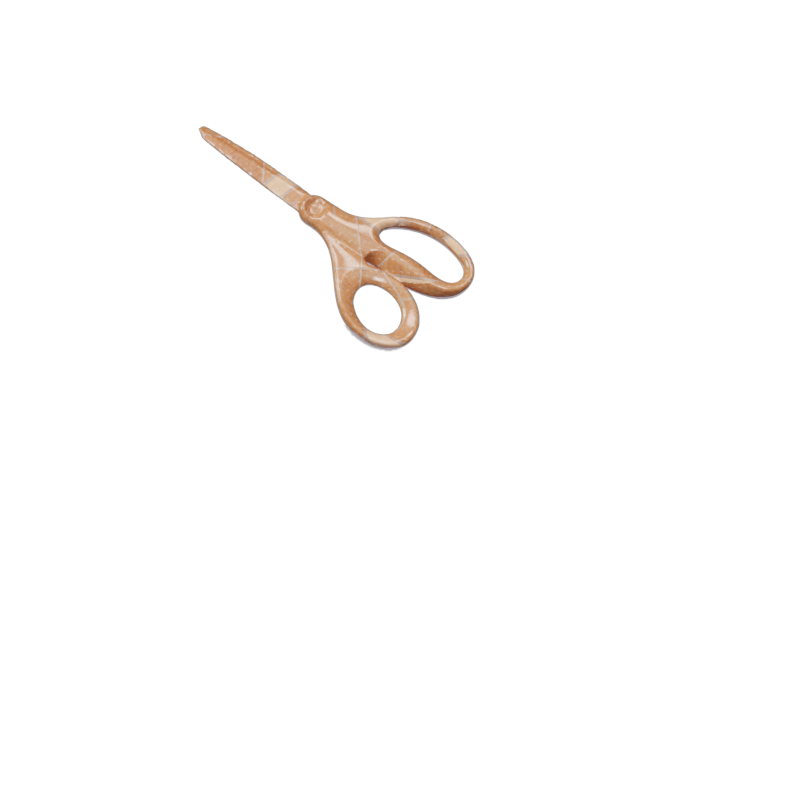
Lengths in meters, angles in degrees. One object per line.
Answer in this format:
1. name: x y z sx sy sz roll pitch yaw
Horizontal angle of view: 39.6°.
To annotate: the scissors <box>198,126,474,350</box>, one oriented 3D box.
1. scissors: -0.054 -0.099 0.696 0.205 0.099 0.015 22 -21 9
